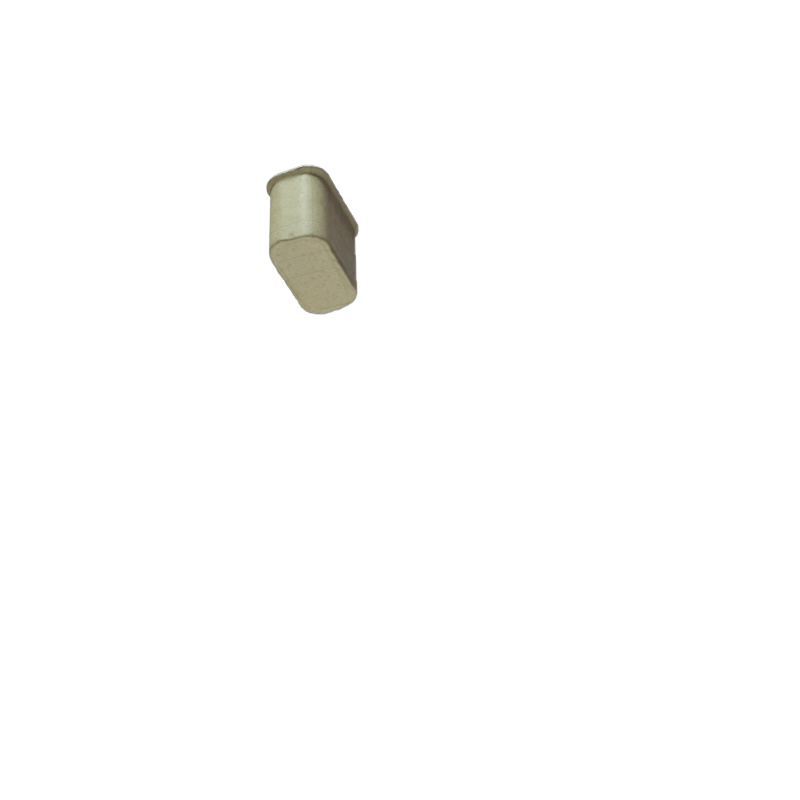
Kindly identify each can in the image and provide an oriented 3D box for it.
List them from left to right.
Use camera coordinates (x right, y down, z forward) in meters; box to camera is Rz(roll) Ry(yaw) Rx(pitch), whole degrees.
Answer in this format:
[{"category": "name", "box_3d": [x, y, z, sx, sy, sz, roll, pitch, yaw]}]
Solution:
[{"category": "can", "box_3d": [-0.074, -0.136, 0.951, 0.058, 0.090, 0.094, -16, -42, 15]}]
